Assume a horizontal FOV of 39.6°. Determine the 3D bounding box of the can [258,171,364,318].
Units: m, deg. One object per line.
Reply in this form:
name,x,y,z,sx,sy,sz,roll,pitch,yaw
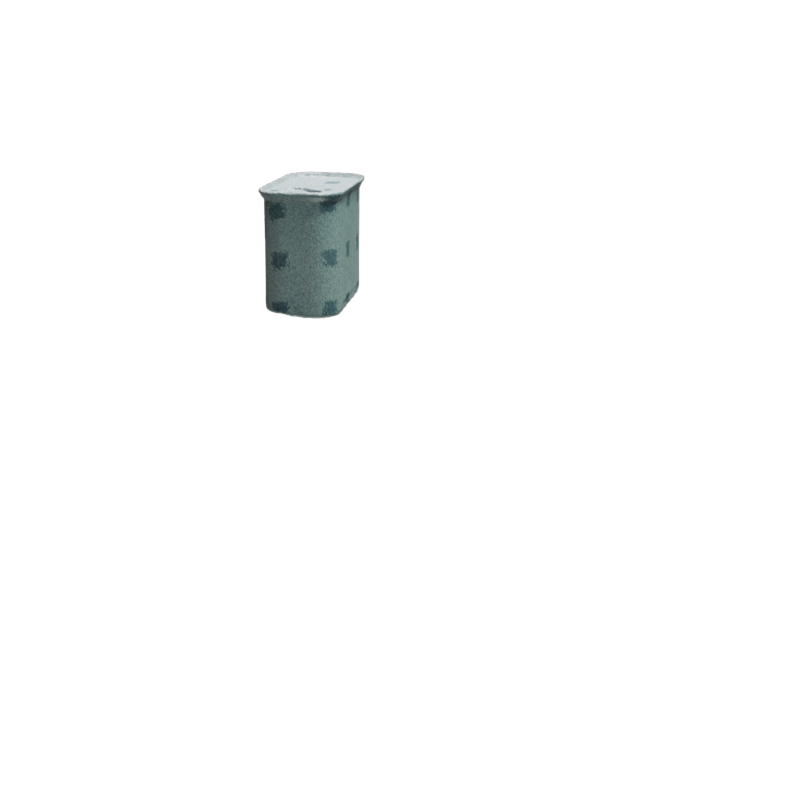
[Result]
can,-0.059,-0.108,0.760,0.058,0.081,0.104,3,16,10
